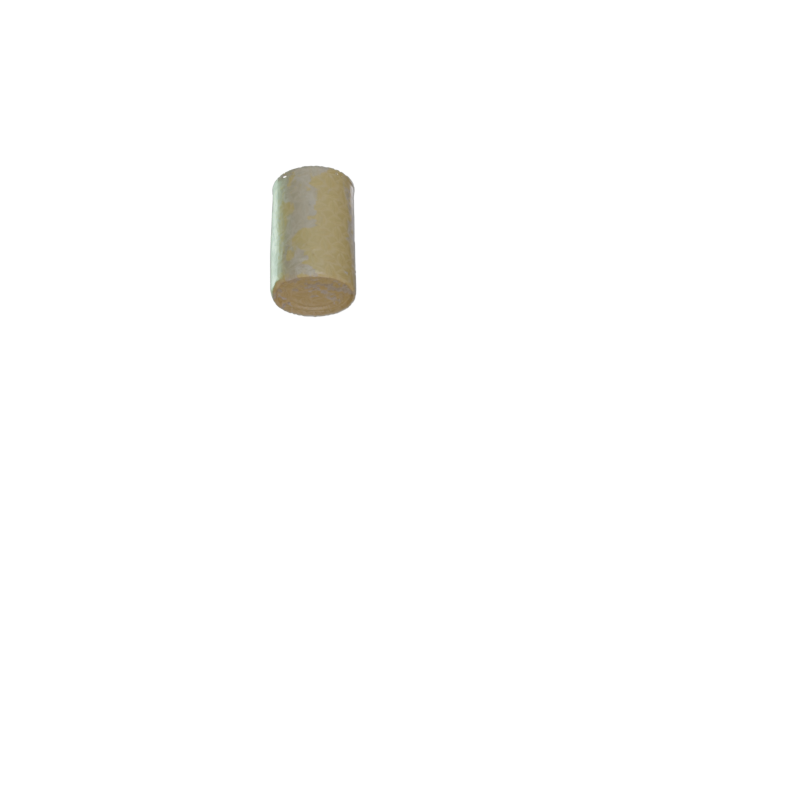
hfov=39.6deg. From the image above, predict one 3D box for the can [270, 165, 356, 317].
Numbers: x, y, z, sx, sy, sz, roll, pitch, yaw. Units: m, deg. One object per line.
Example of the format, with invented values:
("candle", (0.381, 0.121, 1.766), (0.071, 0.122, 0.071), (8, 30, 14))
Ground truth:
("can", (-0.069, -0.126, 0.884), (0.068, 0.109, 0.064), (0, -30, -2))
